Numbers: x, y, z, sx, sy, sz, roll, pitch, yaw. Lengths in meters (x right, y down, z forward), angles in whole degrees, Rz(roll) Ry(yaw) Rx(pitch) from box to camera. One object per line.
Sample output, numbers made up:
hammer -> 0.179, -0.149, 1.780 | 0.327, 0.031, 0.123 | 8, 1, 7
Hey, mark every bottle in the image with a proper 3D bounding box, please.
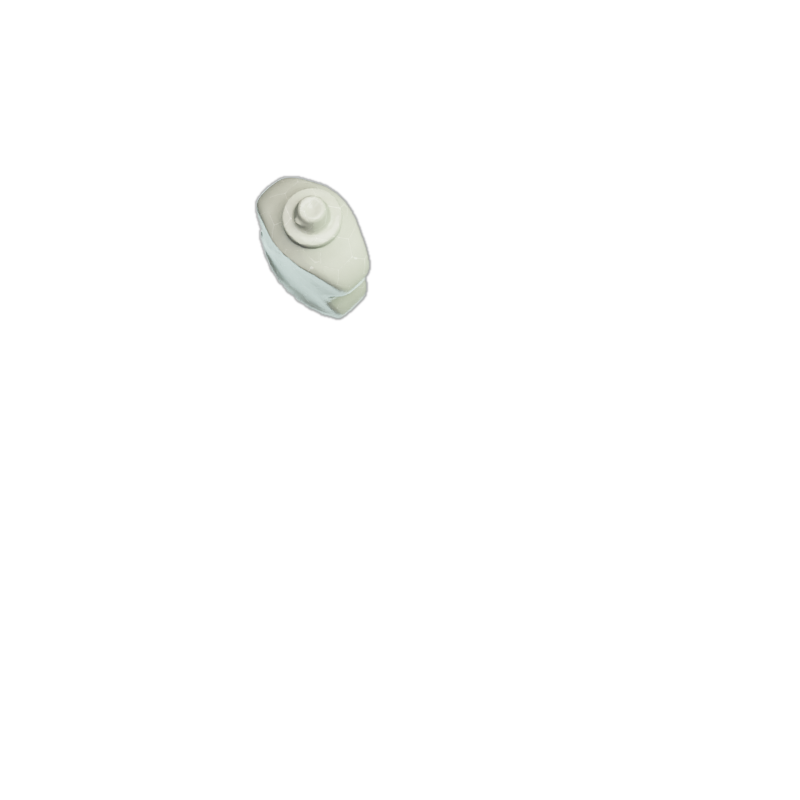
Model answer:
bottle -> -0.064, -0.116, 0.817 | 0.059, 0.098, 0.187 | -42, -3, -7
